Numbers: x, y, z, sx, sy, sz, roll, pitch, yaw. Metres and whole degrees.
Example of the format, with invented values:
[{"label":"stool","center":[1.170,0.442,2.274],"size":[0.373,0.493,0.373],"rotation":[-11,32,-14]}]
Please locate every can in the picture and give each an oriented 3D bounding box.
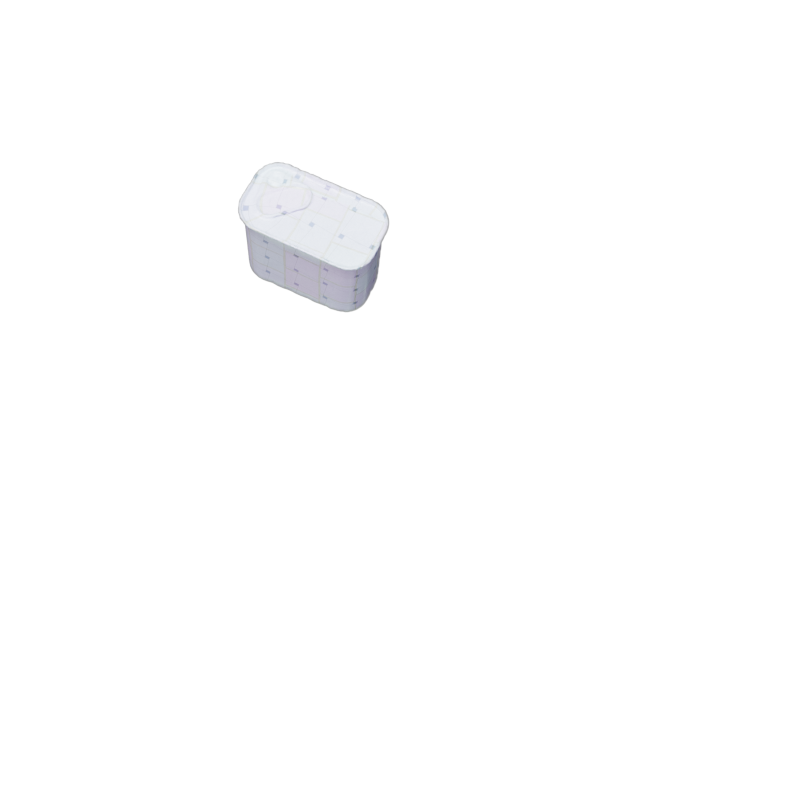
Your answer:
[{"label":"can","center":[-0.062,-0.113,0.794],"size":[0.104,0.059,0.079],"rotation":[25,-21,9]}]
